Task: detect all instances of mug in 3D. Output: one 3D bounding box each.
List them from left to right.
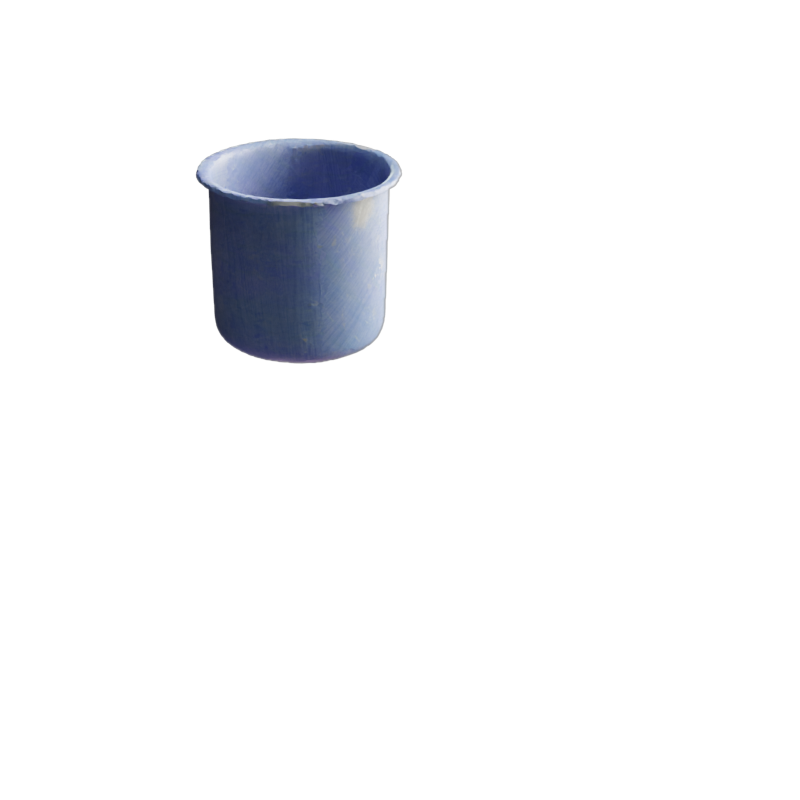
[{"bbox_3d":[-0.041,-0.075,0.526,0.097,0.077,0.118,15,30,26],"label":"mug"}]
